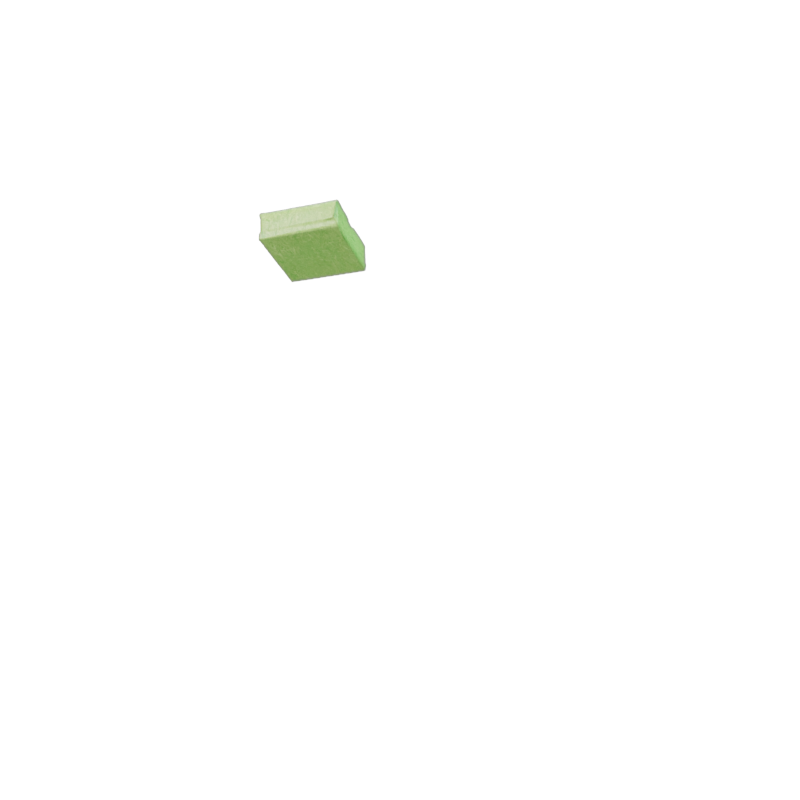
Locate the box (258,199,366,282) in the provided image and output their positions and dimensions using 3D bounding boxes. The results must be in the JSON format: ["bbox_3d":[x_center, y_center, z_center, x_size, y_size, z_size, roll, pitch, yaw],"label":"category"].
[{"bbox_3d":[-0.078,-0.142,0.994,0.074,0.032,0.083,-8,-26,15],"label":"box"}]
